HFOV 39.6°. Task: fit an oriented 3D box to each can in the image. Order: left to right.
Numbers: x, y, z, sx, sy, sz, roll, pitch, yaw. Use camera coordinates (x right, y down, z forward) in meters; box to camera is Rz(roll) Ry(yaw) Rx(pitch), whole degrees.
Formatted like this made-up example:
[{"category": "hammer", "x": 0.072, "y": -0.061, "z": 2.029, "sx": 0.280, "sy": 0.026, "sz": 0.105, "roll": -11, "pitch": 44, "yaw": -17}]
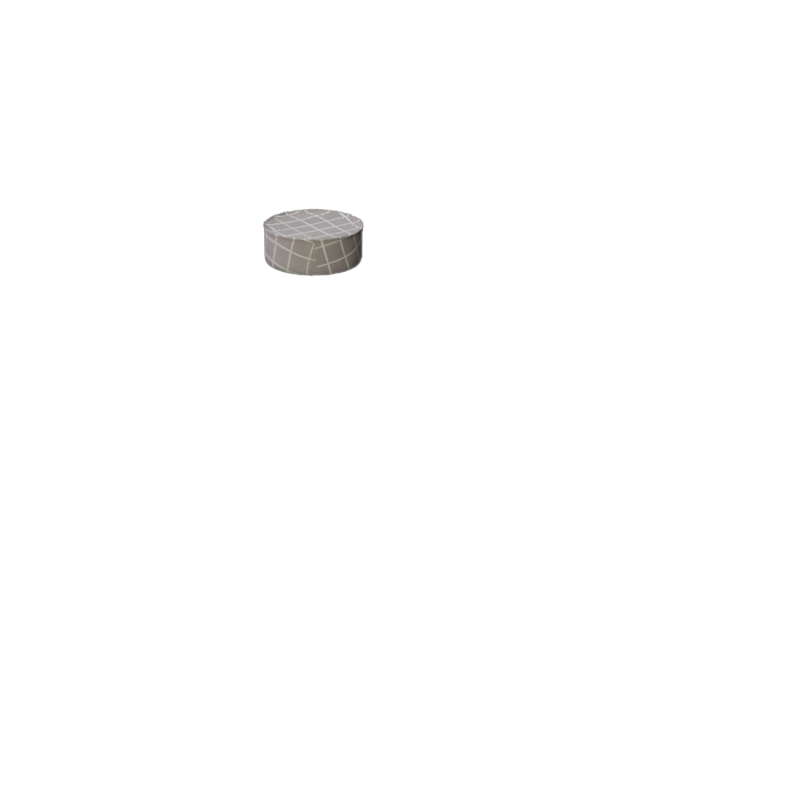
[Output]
[{"category": "can", "x": -0.074, "y": -0.135, "z": 0.948, "sx": 0.086, "sy": 0.032, "sz": 0.090, "roll": -1, "pitch": 25, "yaw": -2}]
